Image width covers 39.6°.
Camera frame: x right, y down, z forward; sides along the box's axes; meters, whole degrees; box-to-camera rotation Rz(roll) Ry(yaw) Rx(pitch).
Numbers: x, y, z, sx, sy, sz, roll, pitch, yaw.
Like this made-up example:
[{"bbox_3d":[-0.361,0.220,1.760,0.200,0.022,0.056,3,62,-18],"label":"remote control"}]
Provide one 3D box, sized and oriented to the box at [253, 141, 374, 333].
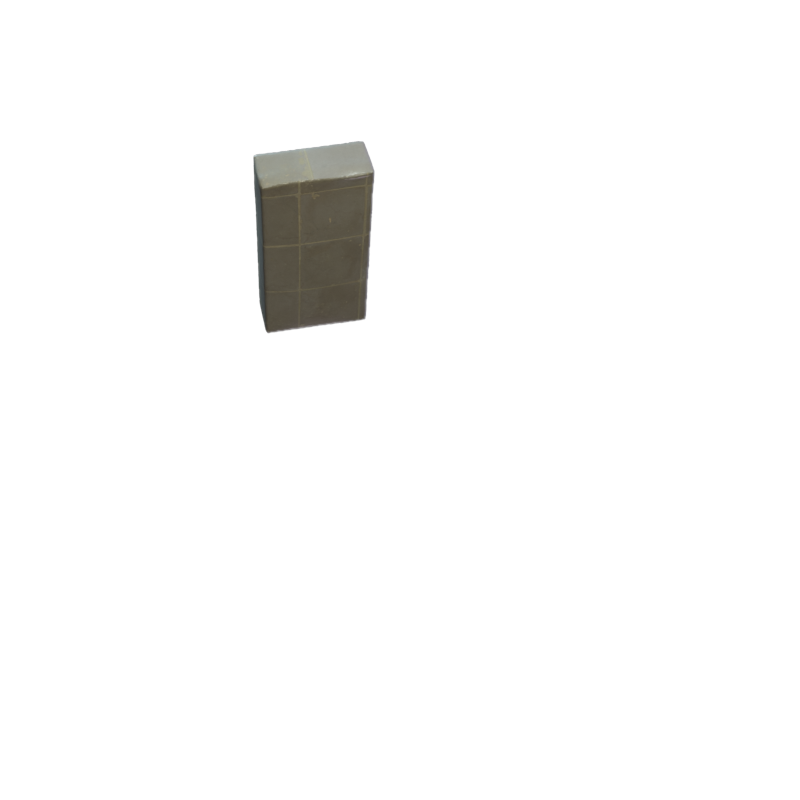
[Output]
[{"bbox_3d":[-0.073,-0.132,0.927,0.092,0.052,0.164,-8,-37,-10],"label":"box"}]
